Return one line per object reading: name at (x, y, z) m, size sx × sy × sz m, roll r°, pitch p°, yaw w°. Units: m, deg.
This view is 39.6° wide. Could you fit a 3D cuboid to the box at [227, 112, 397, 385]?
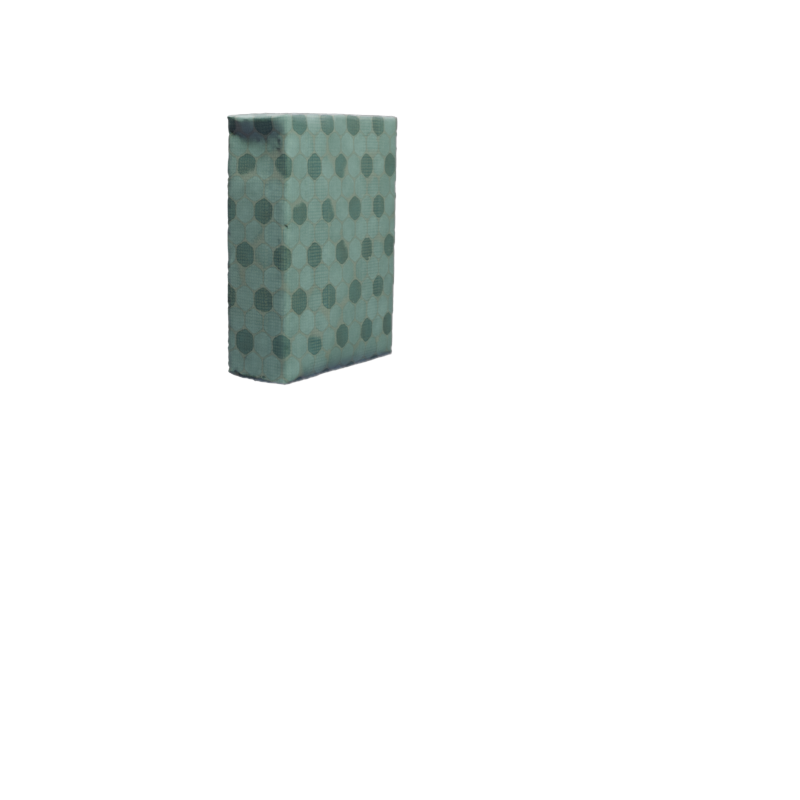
box at (-0.073, -0.134, 0.935) m, size 0.075 × 0.211 × 0.160 m, roll 4°, pitch 9°, yaw 32°
